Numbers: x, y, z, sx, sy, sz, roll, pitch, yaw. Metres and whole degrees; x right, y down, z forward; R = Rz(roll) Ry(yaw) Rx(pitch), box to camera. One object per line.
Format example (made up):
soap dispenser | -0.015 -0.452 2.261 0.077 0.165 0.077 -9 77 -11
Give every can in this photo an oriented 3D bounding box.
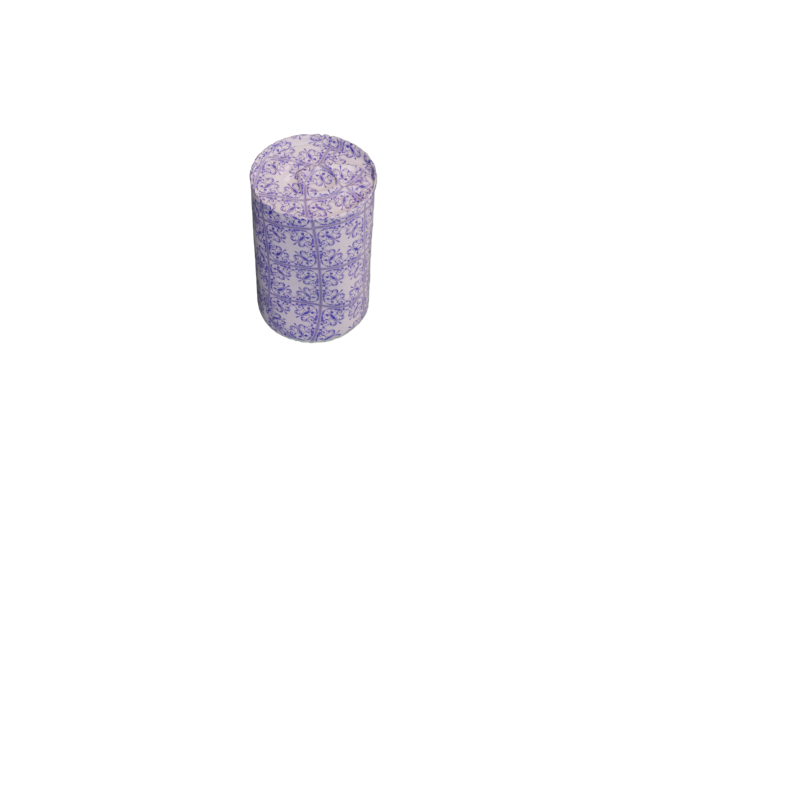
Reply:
can | -0.049 -0.089 0.624 0.068 0.074 0.095 0 -41 -3
